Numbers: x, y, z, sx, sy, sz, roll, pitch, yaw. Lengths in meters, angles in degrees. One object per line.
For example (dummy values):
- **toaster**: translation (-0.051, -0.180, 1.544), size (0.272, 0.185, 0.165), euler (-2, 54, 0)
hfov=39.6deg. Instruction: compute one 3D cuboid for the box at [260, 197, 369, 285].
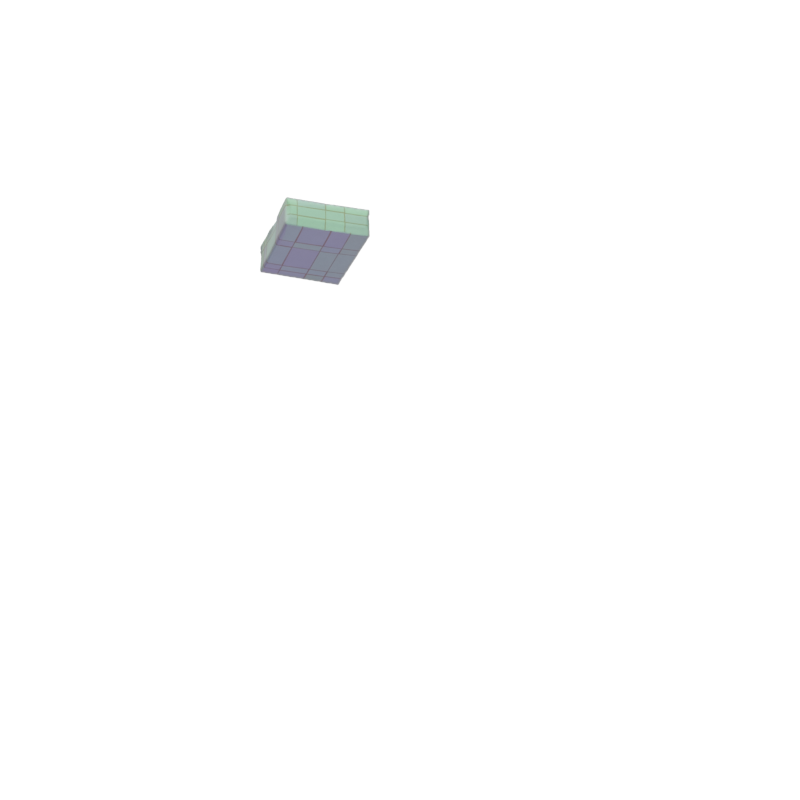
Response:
- **box**: translation (-0.074, -0.135, 0.948), size (0.071, 0.032, 0.086), euler (8, -26, -17)
